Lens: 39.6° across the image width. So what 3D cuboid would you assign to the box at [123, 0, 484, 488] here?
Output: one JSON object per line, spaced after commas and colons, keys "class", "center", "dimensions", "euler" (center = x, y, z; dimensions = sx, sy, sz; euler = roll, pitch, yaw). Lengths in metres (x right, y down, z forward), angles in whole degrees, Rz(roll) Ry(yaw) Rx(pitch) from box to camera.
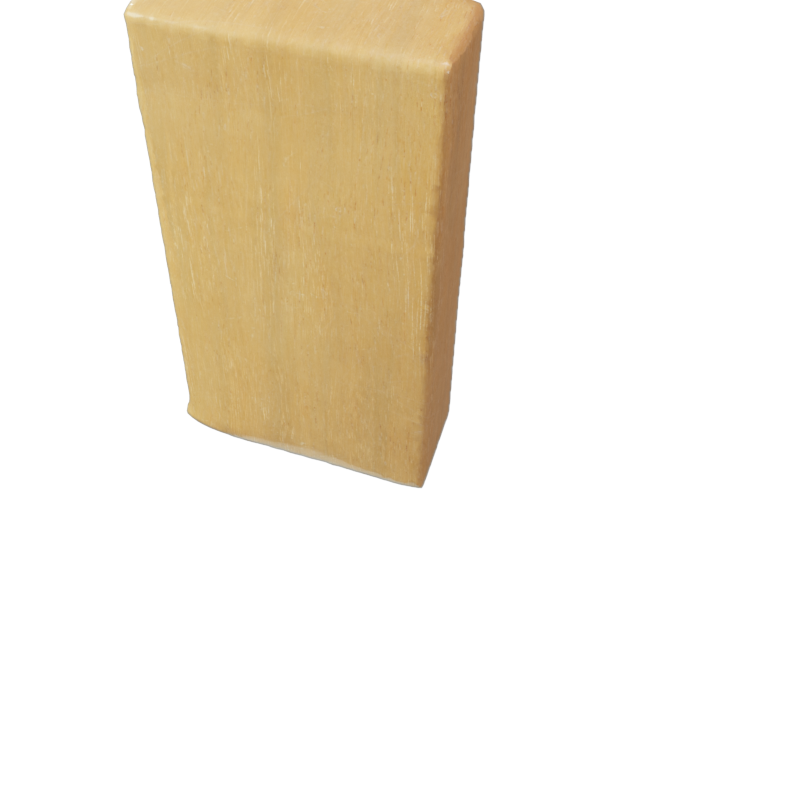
{"class": "box", "center": [-0.027, -0.051, 0.353], "dimensions": [0.096, 0.164, 0.050], "euler": [16, 46, 12]}
